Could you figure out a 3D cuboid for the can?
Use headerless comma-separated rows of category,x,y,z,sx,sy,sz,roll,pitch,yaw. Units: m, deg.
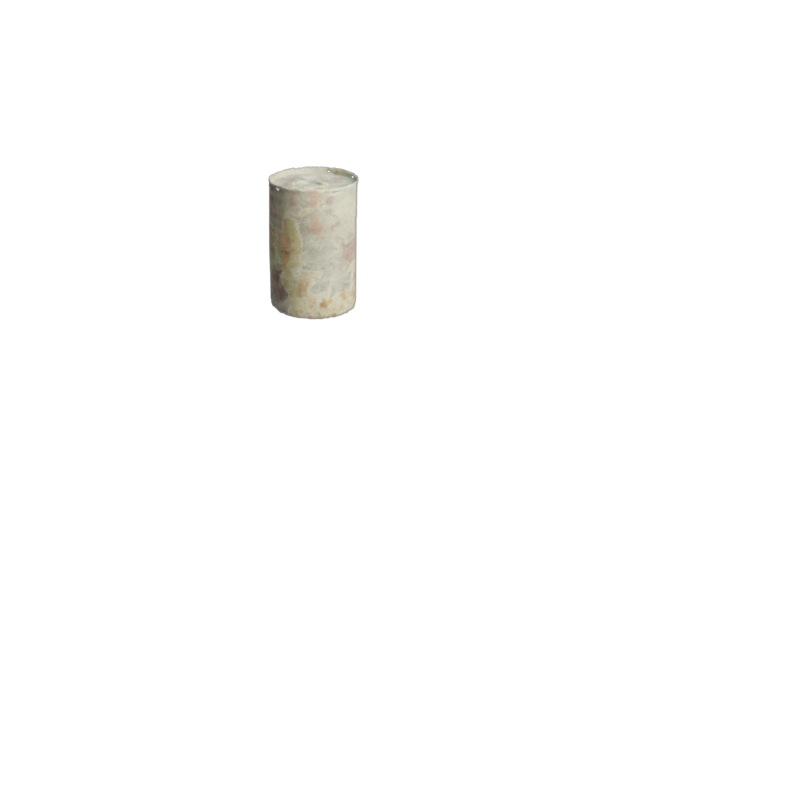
can,-0.066,-0.121,0.847,0.068,0.098,0.072,0,21,-2
